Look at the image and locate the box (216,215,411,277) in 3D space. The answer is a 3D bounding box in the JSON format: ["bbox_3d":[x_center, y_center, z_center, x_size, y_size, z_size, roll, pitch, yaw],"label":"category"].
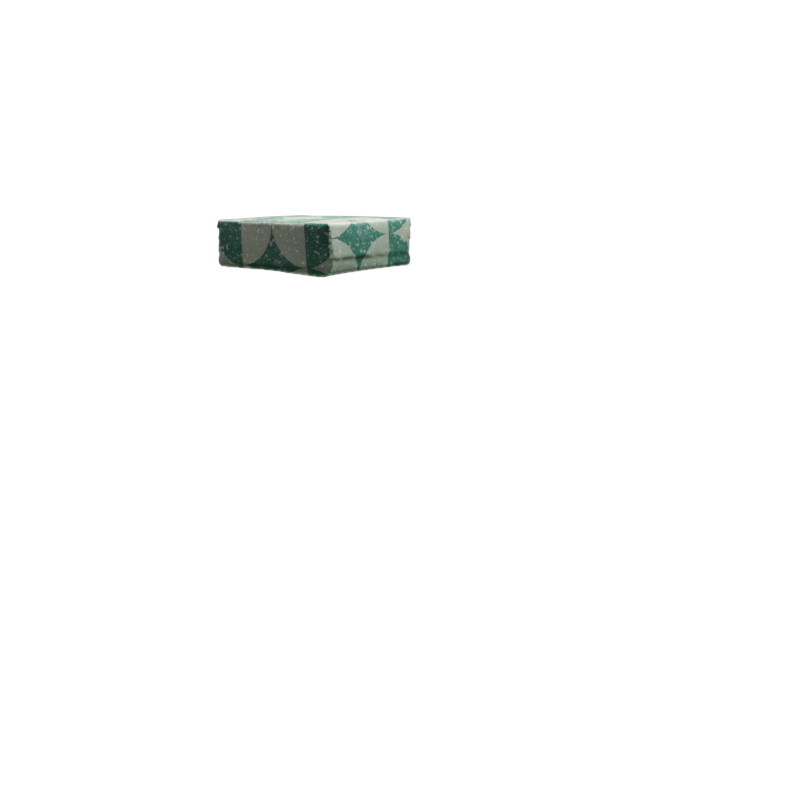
[{"bbox_3d":[-0.063,-0.114,0.801,0.119,0.038,0.087,11,17,40],"label":"box"}]
